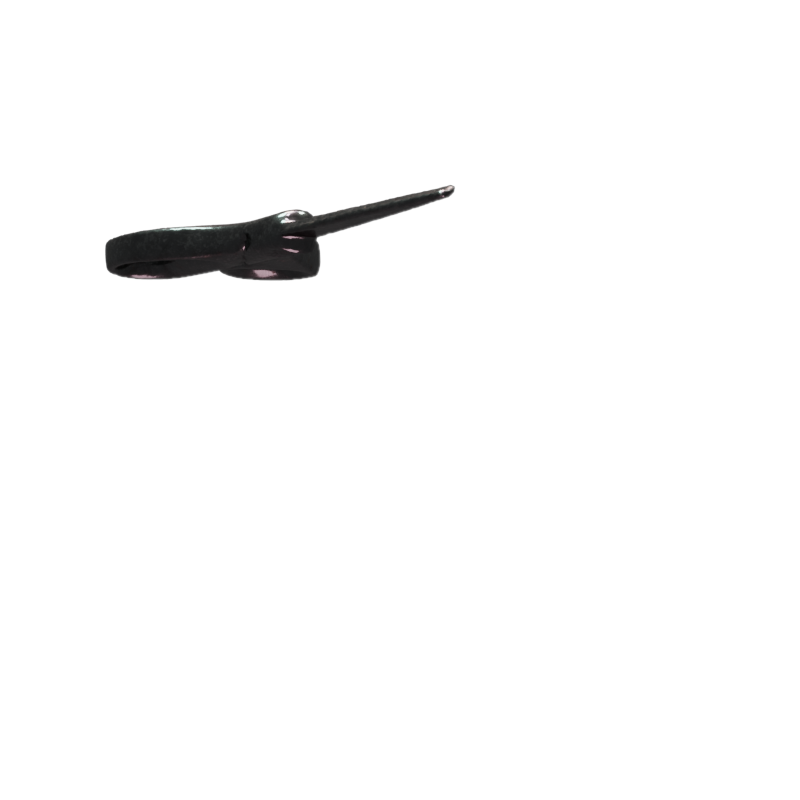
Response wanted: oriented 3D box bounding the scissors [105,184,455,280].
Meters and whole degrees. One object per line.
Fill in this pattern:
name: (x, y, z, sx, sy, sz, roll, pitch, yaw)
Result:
scissors: (-0.032, -0.058, 0.410, 0.209, 0.016, 0.092, 1, 1, 43)
